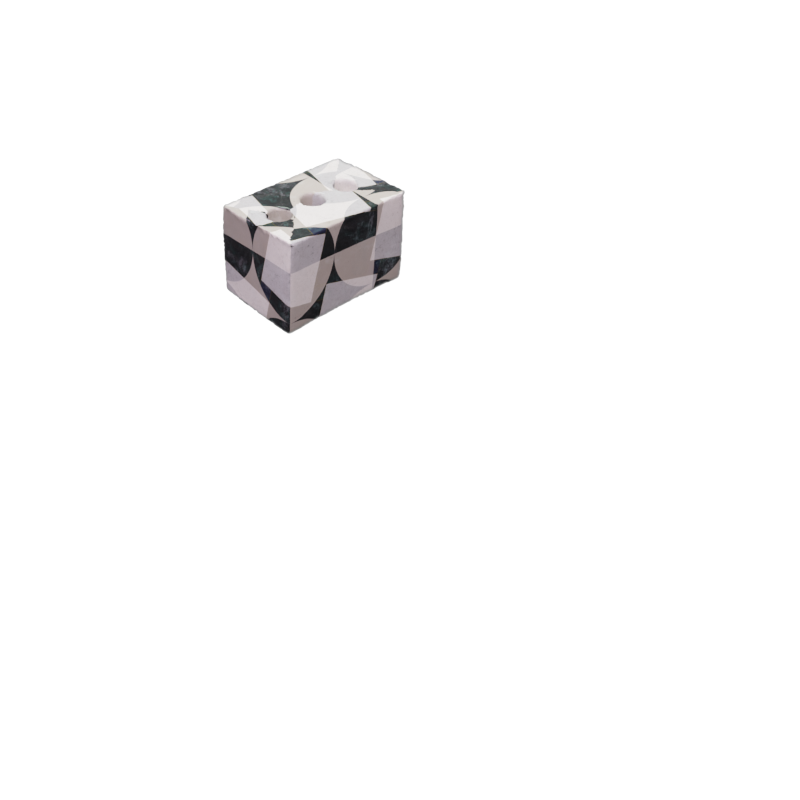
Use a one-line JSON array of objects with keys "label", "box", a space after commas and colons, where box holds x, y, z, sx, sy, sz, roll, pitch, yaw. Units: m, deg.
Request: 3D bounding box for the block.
[{"label": "block", "box": [-0.044, -0.080, 0.558, 0.078, 0.048, 0.056, -30, 47, -35]}]
